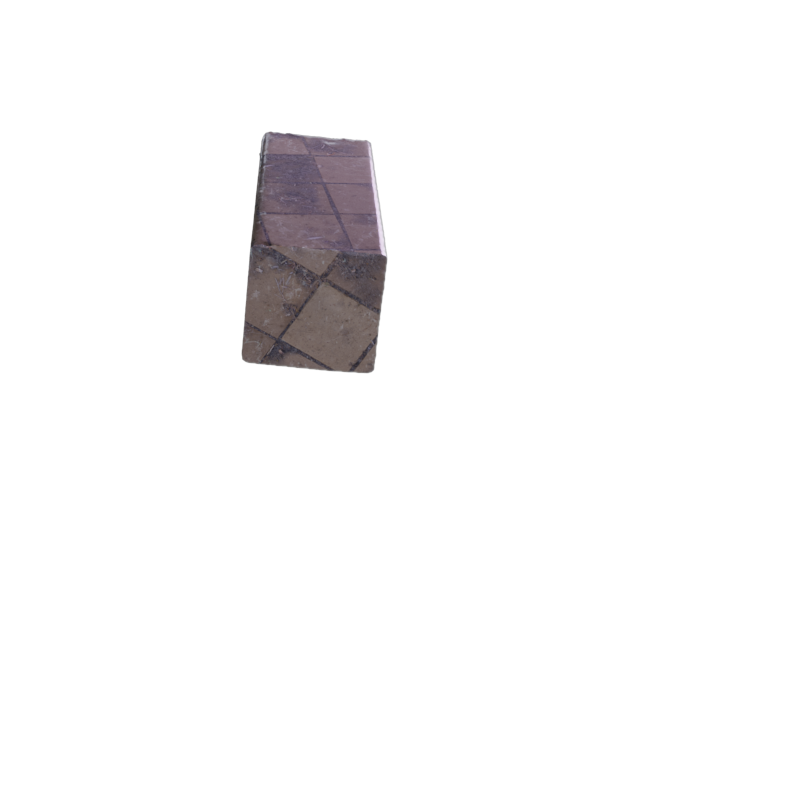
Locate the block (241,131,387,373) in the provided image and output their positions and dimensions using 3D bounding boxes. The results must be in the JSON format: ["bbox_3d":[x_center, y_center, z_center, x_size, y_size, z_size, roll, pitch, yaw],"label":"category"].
[{"bbox_3d":[-0.064,-0.115,0.806,0.089,0.086,0.219,4,31,-6],"label":"block"}]
